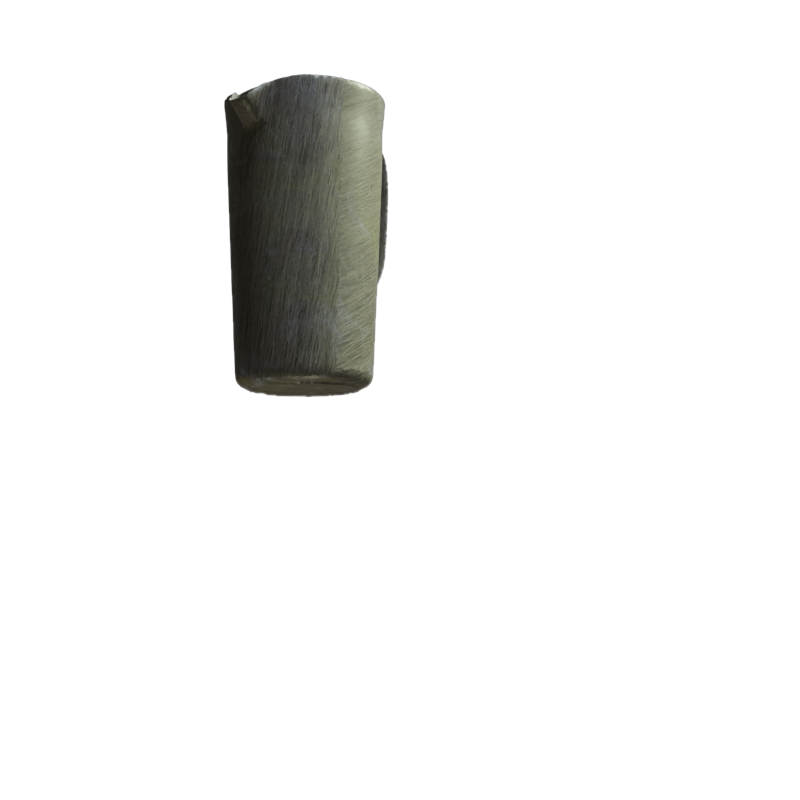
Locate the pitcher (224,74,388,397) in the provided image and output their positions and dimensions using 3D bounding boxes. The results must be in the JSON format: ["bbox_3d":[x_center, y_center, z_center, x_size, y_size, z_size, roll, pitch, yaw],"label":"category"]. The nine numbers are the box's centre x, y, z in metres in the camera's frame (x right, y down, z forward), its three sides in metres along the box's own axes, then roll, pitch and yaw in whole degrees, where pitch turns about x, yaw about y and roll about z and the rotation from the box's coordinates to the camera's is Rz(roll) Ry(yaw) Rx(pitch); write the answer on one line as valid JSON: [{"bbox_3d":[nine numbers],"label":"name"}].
[{"bbox_3d":[-0.070,-0.128,0.897,0.147,0.251,0.142,1,-12,-10],"label":"pitcher"}]
